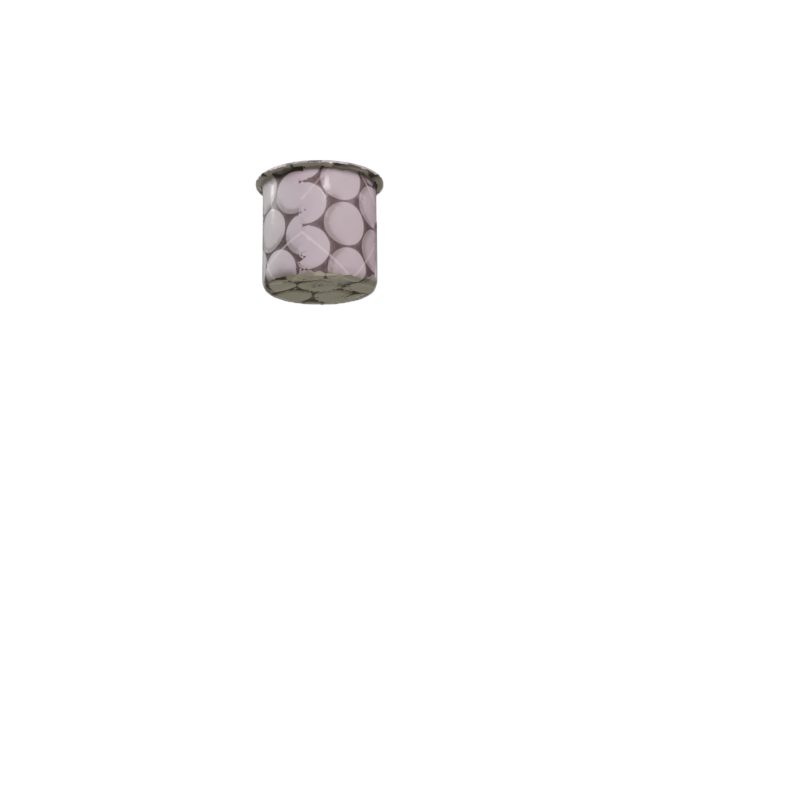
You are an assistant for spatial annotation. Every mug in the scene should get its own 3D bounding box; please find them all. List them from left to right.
[{"bbox_3d":[-0.063,-0.114,0.802,0.090,0.085,0.117,6,-15,-25],"label":"mug"}]
